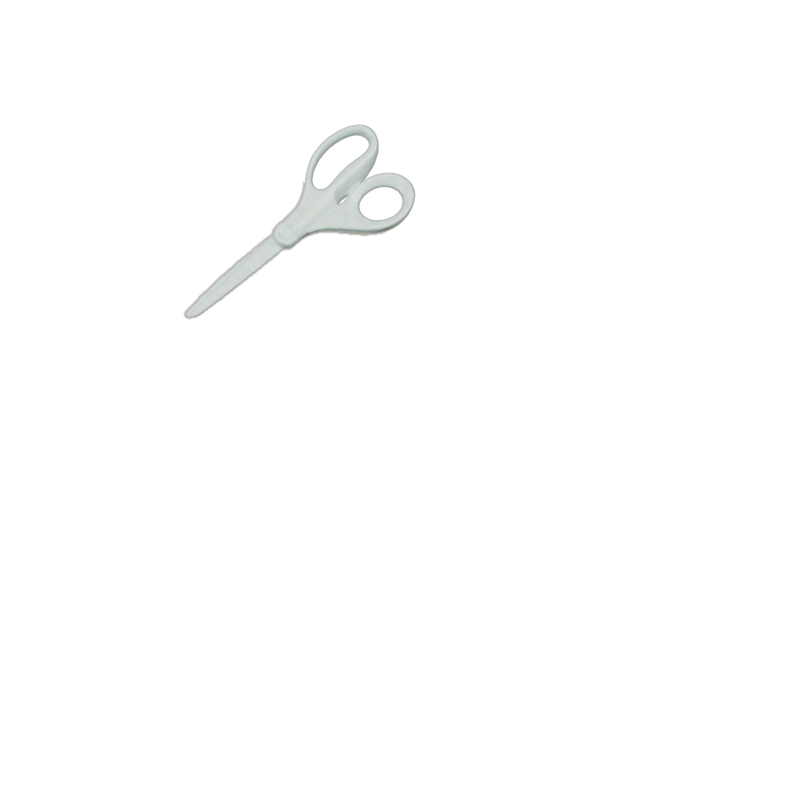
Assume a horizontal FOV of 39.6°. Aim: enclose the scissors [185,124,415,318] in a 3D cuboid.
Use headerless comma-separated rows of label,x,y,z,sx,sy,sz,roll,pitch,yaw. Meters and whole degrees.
scissors,-0.065,-0.119,0.836,0.098,0.205,0.015,31,-15,9
